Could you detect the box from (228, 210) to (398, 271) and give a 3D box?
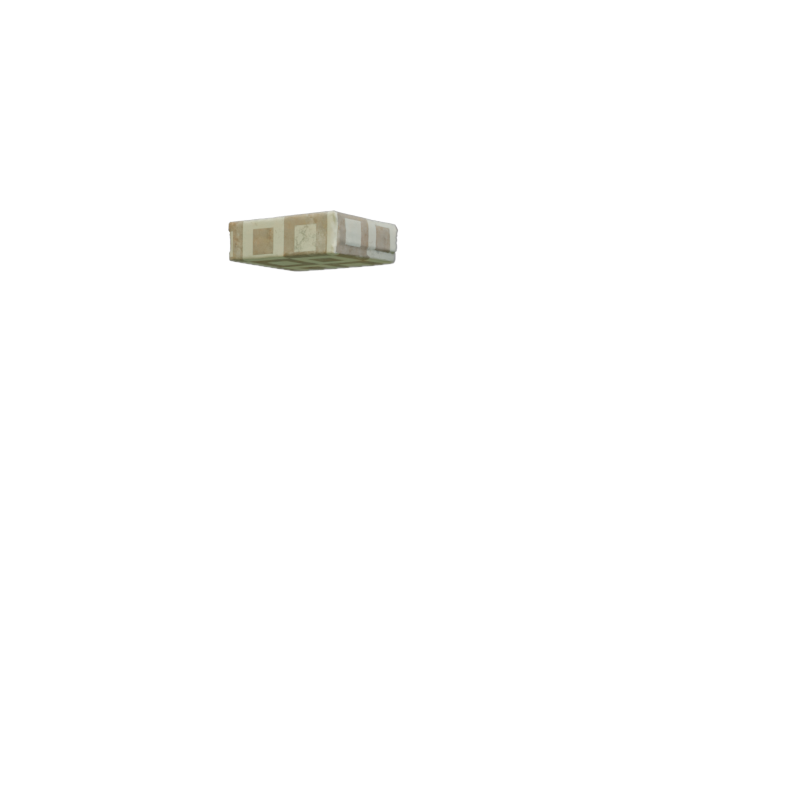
[{"bbox_3d":[-0.058,-0.105,0.738,0.092,0.030,0.070,0,-1,35],"label":"box"}]
